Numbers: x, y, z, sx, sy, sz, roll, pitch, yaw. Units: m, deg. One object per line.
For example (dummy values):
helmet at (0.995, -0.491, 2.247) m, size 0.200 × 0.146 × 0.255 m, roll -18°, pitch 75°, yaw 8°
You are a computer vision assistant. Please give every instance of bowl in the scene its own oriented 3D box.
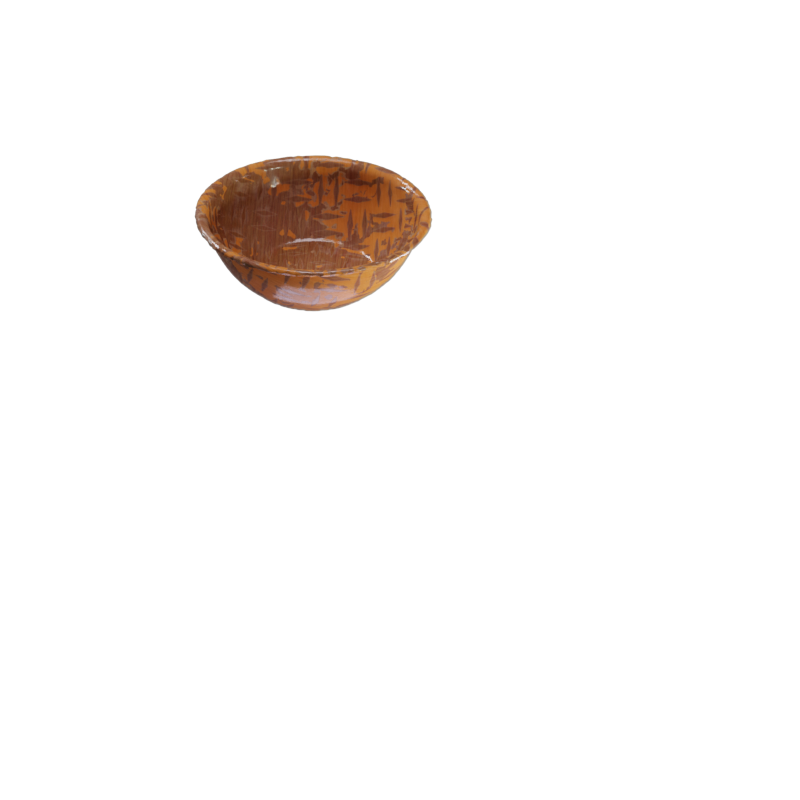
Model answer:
bowl at (-0.060, -0.110, 0.769) m, size 0.162 × 0.051 × 0.173 m, roll -1°, pitch 37°, yaw -2°
